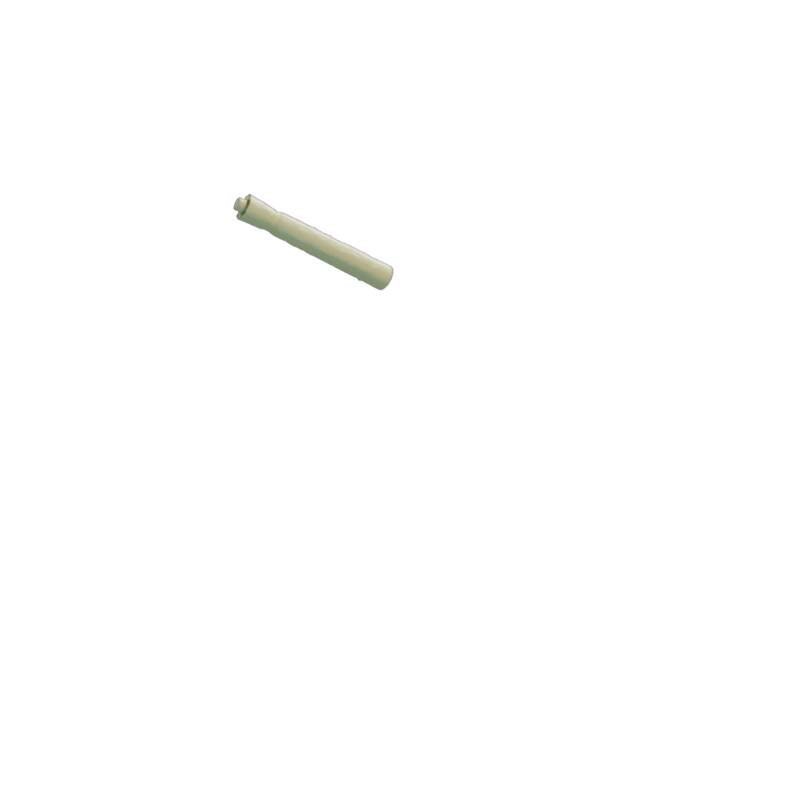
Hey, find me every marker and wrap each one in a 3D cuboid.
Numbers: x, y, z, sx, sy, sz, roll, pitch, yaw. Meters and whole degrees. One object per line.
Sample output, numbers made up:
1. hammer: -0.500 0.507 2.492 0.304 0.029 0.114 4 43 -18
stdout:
1. marker: -0.059 -0.107 0.749 0.116 0.020 0.020 25 -6 -21
